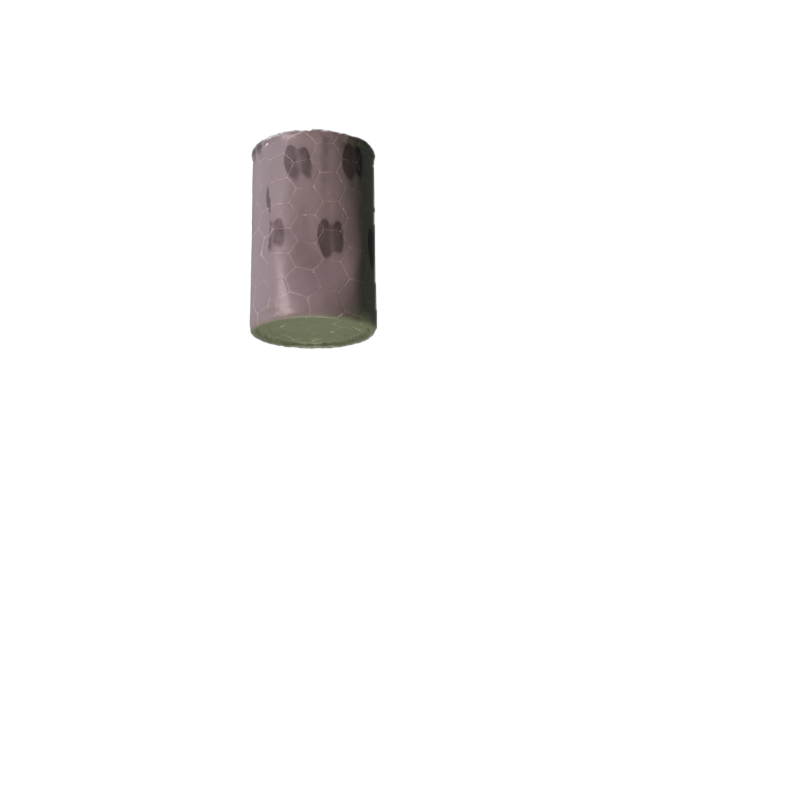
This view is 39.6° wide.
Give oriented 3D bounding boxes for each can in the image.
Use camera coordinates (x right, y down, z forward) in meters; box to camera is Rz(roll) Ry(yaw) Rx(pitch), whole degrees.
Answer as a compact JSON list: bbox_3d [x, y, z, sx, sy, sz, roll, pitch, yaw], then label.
[{"bbox_3d":[-0.046,-0.085,0.594,0.068,0.107,0.066,0,-17,-2],"label":"can"}]
